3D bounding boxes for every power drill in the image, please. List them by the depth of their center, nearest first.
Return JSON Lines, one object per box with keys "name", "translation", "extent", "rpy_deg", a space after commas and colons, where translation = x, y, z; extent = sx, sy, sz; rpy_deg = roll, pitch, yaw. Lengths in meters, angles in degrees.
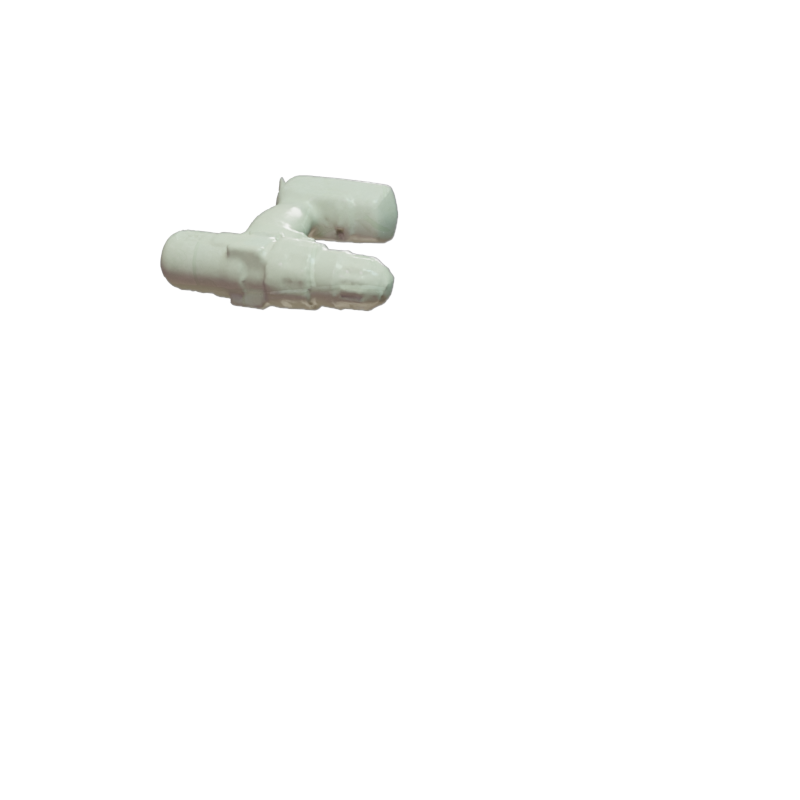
{"name": "power drill", "translation": [-0.068, -0.125, 0.873], "extent": [0.191, 0.055, 0.190], "rpy_deg": [10, 27, 20]}
